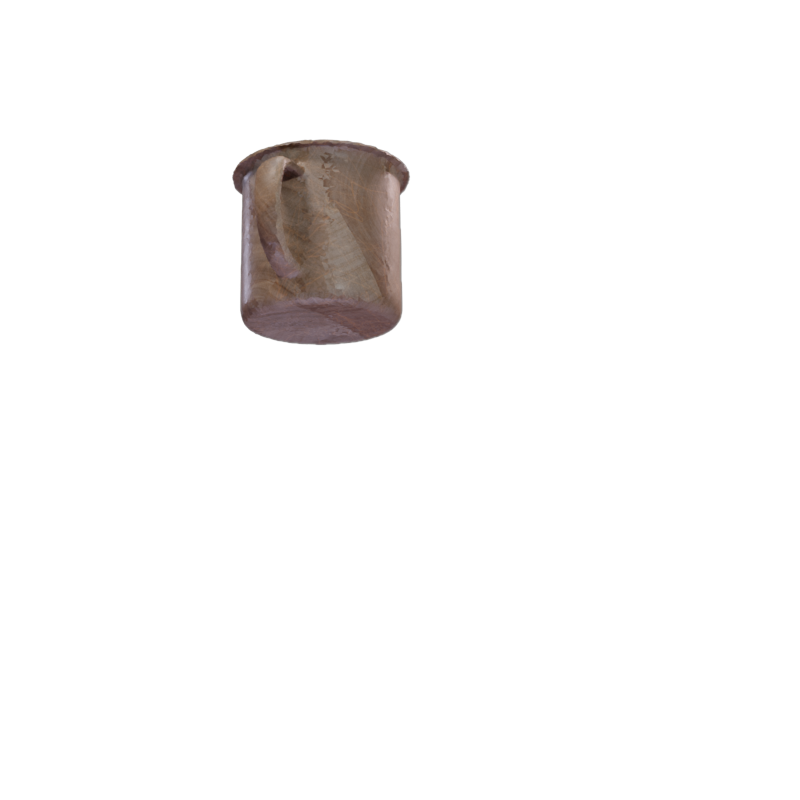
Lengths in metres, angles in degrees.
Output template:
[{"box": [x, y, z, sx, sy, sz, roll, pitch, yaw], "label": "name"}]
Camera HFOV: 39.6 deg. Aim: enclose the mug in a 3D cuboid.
[{"box": [-0.044, -0.080, 0.557, 0.095, 0.085, 0.110, -6, -17, 16], "label": "mug"}]
